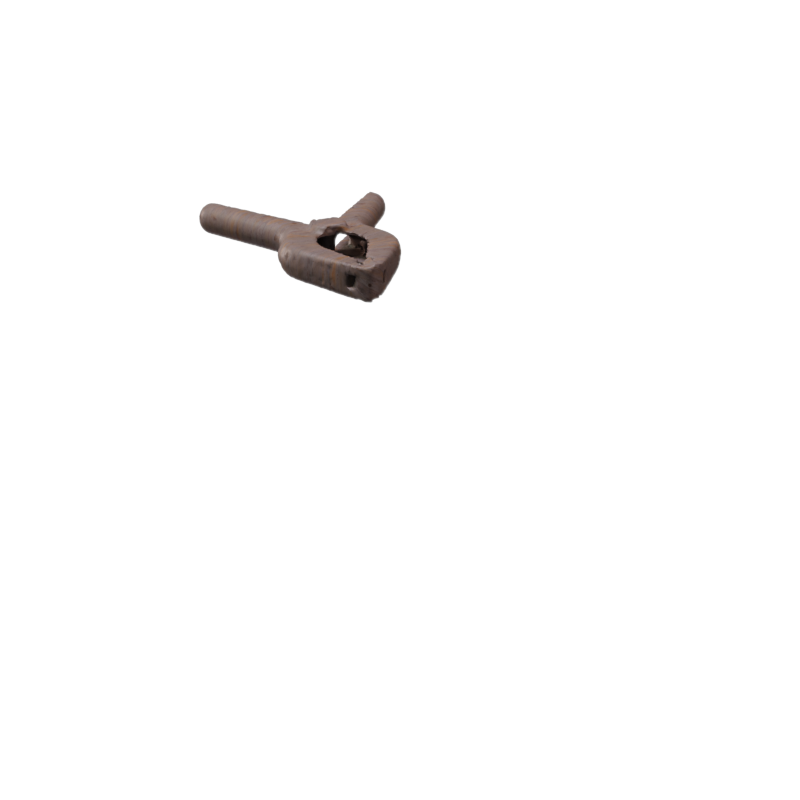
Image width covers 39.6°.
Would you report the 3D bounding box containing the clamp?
[{"bbox_3d":[-0.069,-0.125,0.876,0.162,0.035,0.223,-6,25,-13],"label":"clamp"}]
